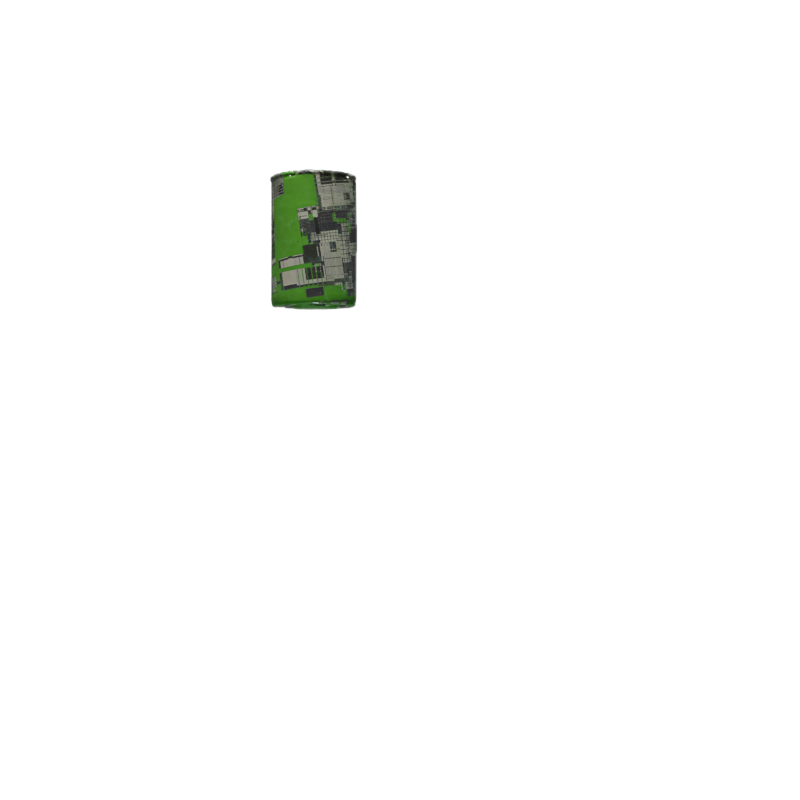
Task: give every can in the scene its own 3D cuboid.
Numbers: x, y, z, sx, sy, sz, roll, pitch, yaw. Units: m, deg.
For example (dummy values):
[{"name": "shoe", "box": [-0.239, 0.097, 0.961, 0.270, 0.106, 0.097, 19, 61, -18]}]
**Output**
[{"name": "can", "box": [-0.068, -0.124, 0.867, 0.068, 0.104, 0.068, 0, -5, -2]}]
